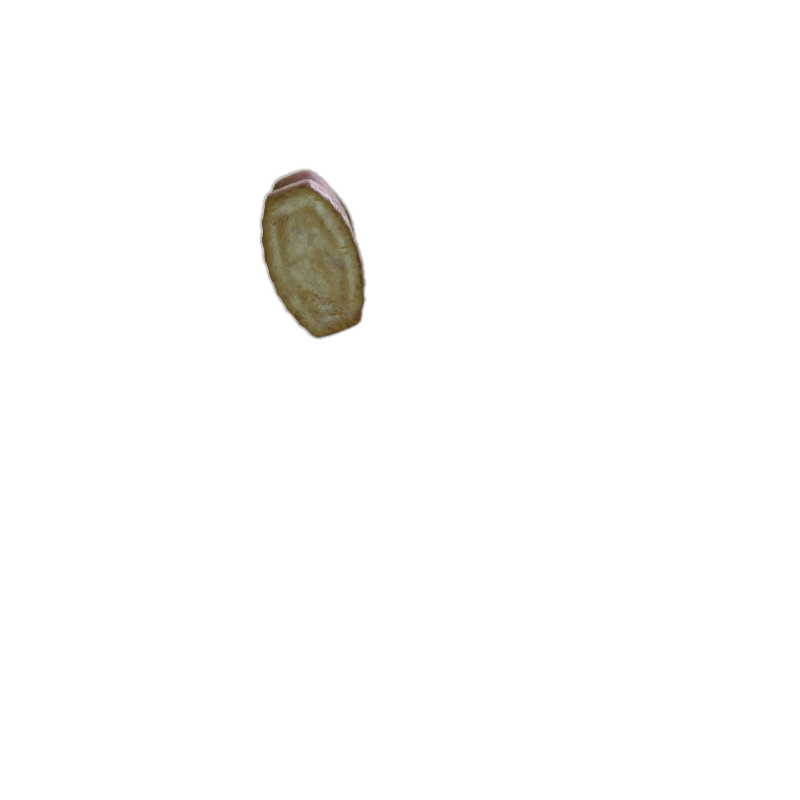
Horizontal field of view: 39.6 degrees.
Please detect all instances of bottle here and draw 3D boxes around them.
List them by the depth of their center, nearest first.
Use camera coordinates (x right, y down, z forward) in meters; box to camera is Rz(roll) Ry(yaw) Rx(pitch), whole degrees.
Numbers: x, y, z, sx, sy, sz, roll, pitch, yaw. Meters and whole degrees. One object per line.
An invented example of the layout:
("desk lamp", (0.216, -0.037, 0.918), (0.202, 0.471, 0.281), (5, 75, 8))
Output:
("bottle", (-0.059, -0.109, 0.766), (0.058, 0.093, 0.197), (-21, 15, 2))
